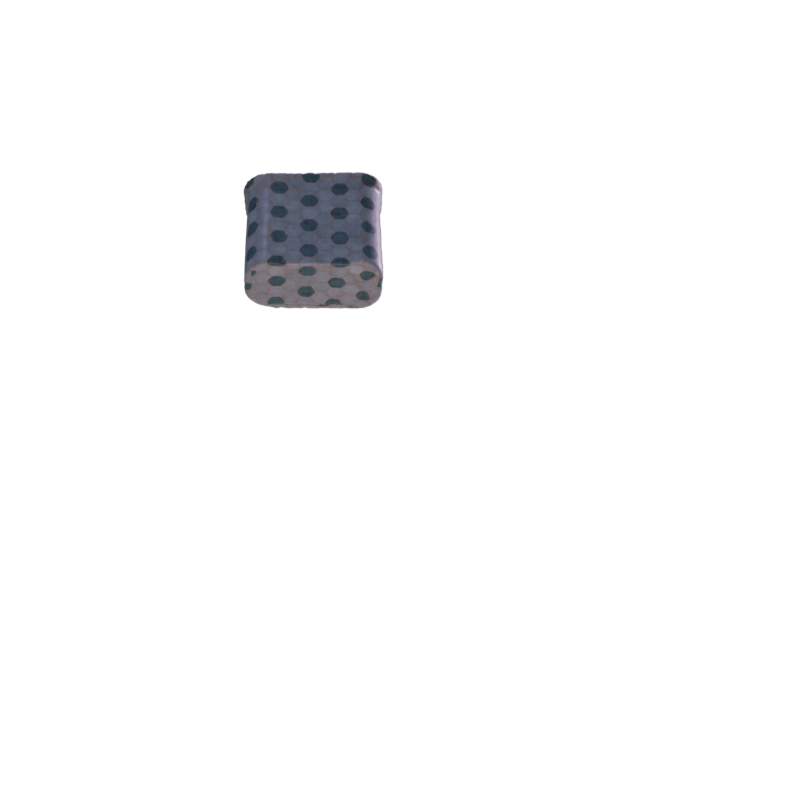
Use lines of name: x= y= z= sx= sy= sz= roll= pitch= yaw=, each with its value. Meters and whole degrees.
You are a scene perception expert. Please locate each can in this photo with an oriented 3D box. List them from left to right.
can: x=-0.062 y=-0.113 z=0.794 sx=0.102 sy=0.090 sz=0.054 roll=-1 pitch=-37 yaw=-1
